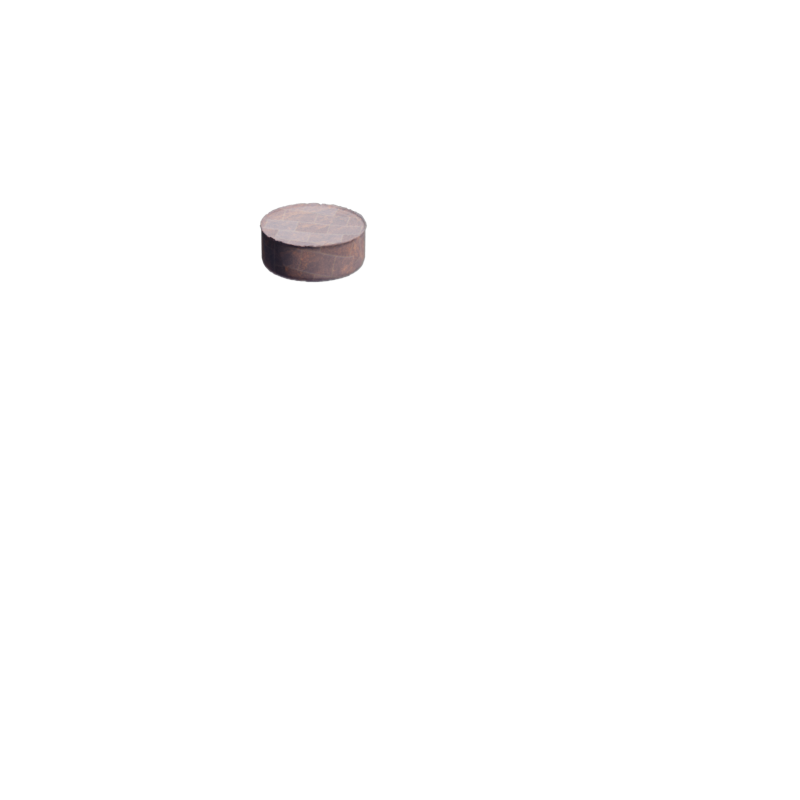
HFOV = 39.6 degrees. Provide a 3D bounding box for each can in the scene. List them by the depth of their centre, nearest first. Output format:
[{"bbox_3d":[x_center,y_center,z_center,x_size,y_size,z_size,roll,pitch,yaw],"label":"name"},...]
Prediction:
[{"bbox_3d":[-0.070,-0.128,0.896,0.086,0.032,0.091,-1,30,-2],"label":"can"}]
